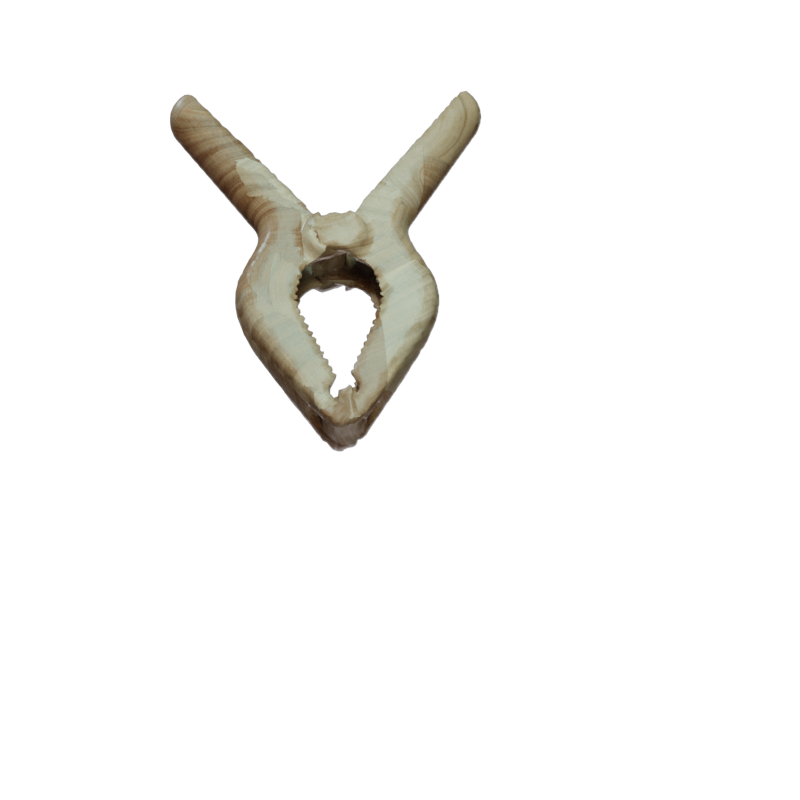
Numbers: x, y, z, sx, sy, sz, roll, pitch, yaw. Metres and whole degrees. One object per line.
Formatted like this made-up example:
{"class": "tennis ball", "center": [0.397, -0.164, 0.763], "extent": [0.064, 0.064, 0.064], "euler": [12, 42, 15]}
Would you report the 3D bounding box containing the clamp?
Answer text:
{"class": "clamp", "center": [-0.042, -0.077, 0.541], "extent": [0.165, 0.224, 0.034], "euler": [2, -35, 2]}
